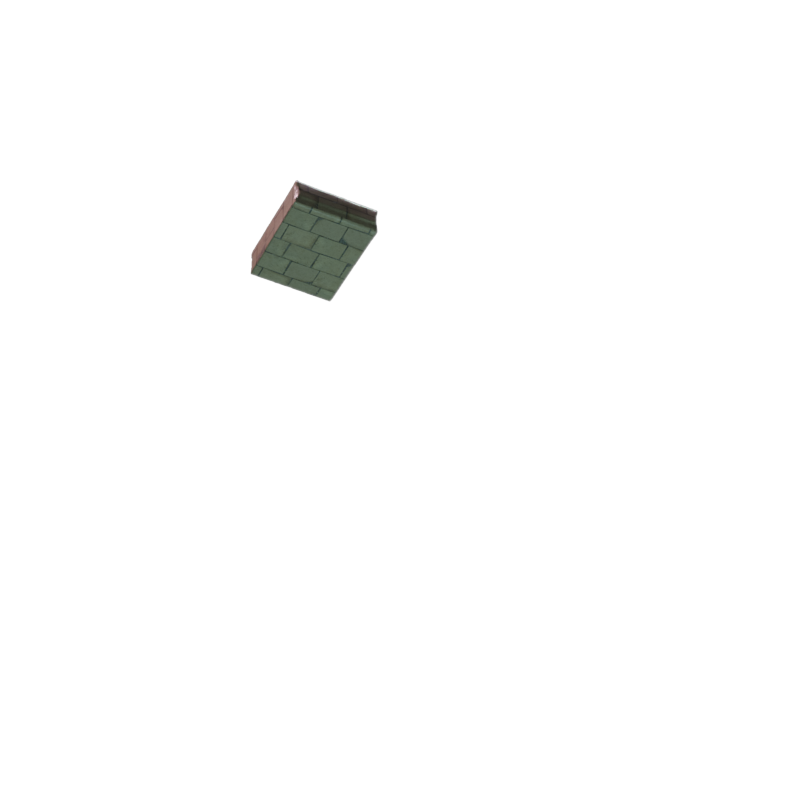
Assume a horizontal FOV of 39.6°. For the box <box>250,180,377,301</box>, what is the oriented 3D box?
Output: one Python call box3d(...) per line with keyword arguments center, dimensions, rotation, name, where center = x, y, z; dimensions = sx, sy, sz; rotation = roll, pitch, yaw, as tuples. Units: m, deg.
box3d(center=(-0.069, -0.127, 0.888), dimensions=(0.071, 0.032, 0.086), rotation=(19, -48, -19), name="box")
